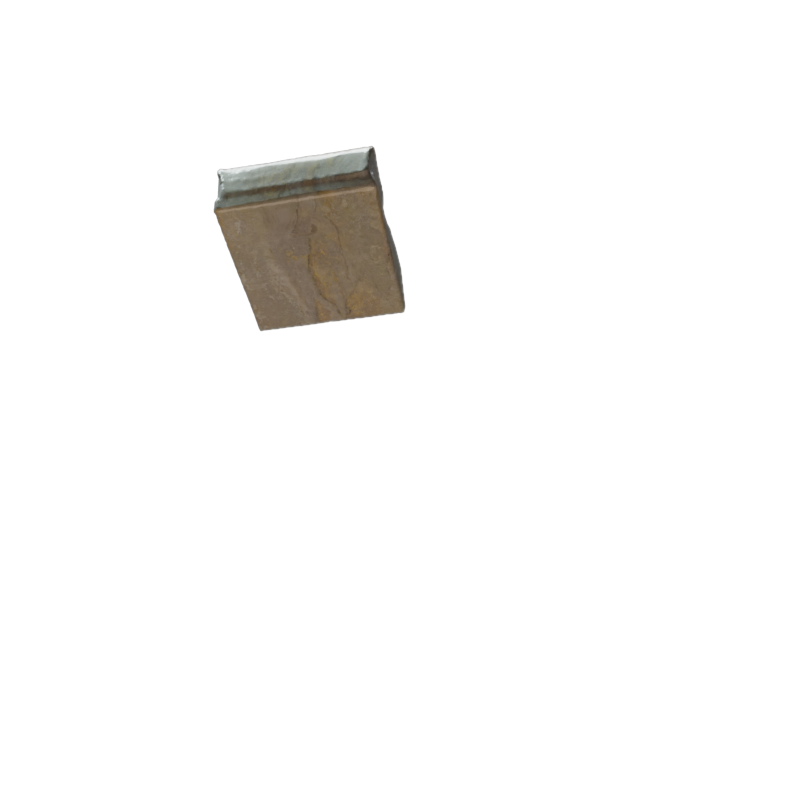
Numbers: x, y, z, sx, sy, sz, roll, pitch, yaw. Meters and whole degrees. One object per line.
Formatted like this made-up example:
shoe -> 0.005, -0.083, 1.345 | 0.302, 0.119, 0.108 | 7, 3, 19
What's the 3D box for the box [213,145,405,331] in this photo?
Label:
box -> -0.041, -0.074, 0.519 | 0.074, 0.032, 0.082 | -7, -41, 8
